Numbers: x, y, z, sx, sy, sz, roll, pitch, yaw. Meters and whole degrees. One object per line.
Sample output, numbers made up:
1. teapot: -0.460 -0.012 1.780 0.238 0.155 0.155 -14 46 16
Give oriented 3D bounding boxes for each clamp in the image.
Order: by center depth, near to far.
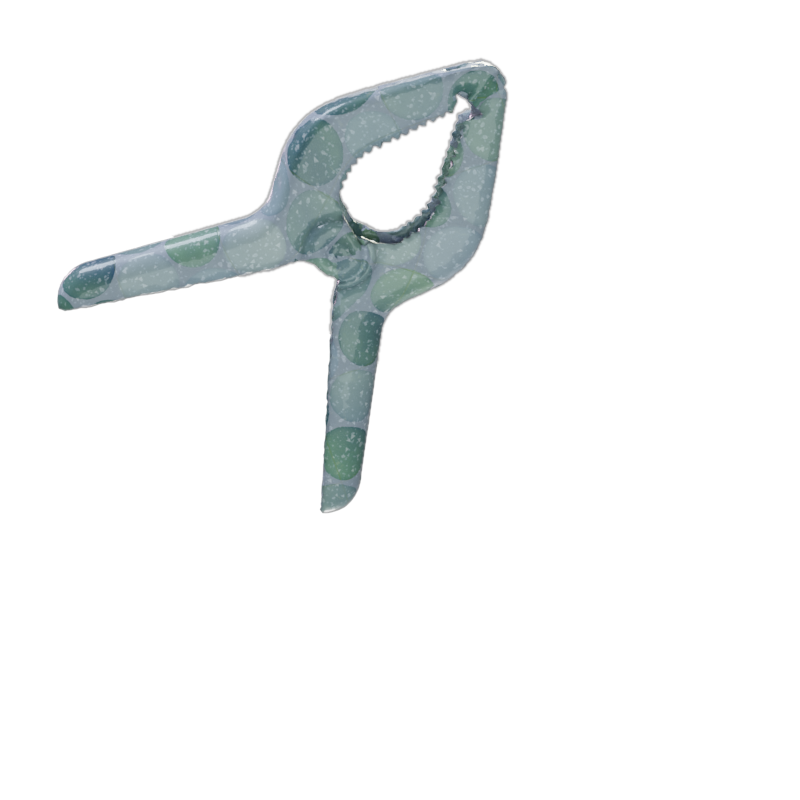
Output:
1. clamp: -0.038 -0.069 0.482 0.161 0.207 0.038 33 13 -9
